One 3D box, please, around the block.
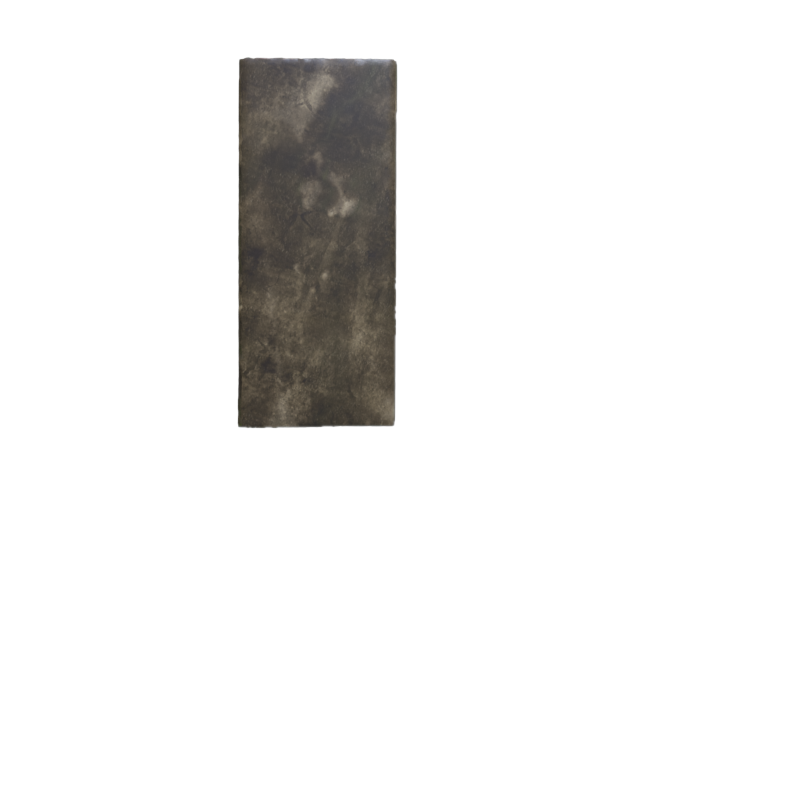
[{"bbox_3d":[-0.051,-0.094,0.659,0.090,0.206,0.092,0,2,-5],"label":"block"}]
